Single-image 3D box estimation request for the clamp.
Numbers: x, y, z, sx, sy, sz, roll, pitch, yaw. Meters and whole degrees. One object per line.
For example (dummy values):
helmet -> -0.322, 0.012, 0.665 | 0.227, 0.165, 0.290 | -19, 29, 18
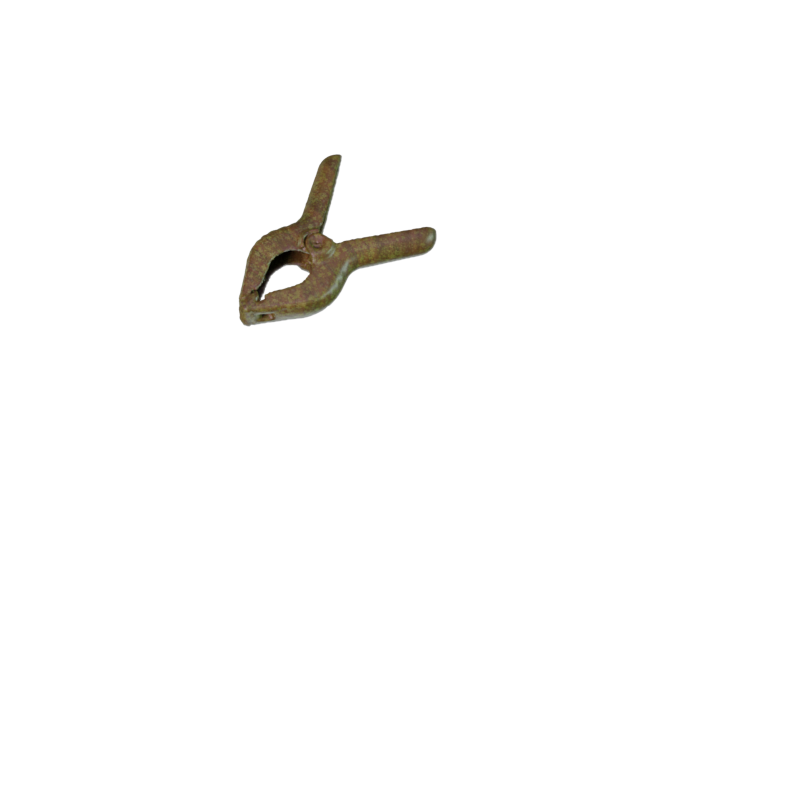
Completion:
clamp -> -0.070, -0.127, 0.890 | 0.172, 0.128, 0.037 | -32, -30, -22
